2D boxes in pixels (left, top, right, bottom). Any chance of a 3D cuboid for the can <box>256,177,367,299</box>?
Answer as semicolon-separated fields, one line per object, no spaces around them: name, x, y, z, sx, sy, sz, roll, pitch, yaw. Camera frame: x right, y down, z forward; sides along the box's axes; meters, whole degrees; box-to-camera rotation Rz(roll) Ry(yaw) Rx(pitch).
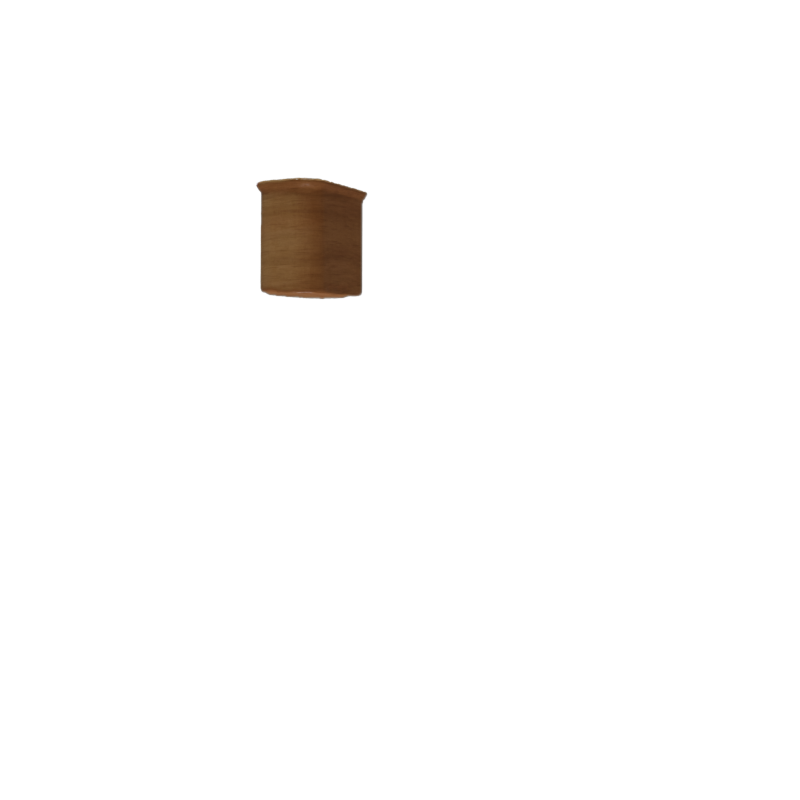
can;-0.066;-0.121;0.849;0.059;0.085;0.098;-1;-1;25
